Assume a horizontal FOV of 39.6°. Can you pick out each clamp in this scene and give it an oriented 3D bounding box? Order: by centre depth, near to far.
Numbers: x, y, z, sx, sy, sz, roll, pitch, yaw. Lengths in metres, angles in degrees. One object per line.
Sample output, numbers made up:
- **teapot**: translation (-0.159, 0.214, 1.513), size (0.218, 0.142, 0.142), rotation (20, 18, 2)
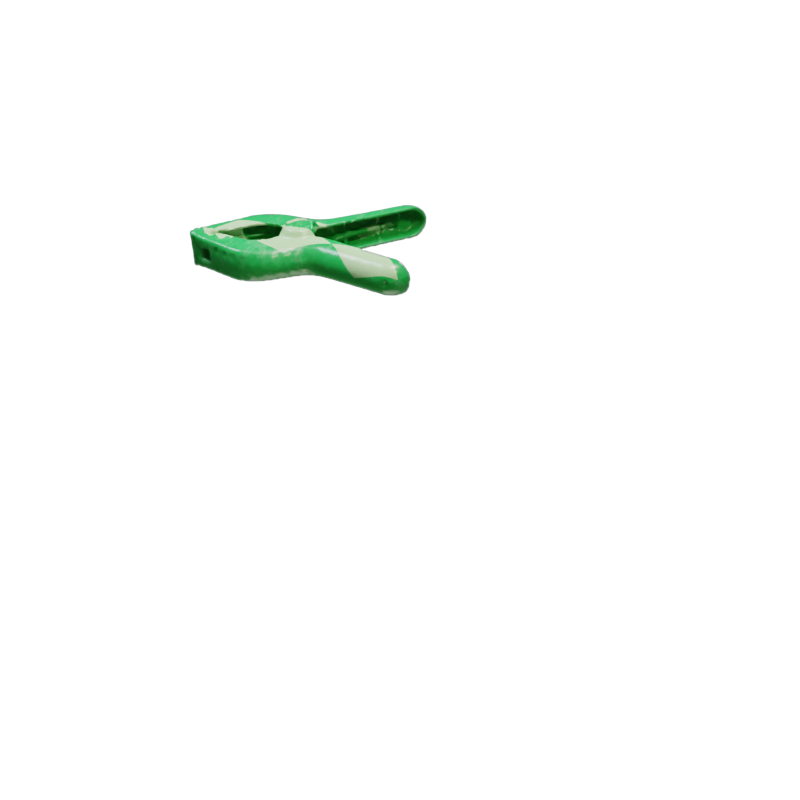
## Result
- **clamp**: translation (-0.063, -0.114, 0.800), size (0.176, 0.037, 0.123), rotation (8, 26, 17)
